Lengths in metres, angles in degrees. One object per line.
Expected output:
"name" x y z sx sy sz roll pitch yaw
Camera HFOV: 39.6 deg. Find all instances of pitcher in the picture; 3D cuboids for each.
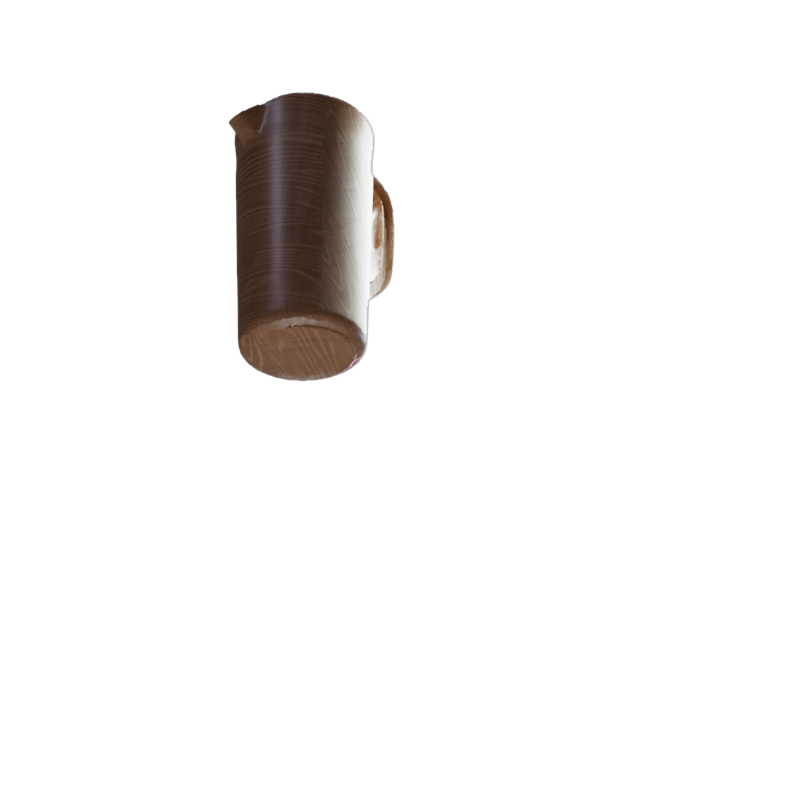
"pitcher" -0.078 -0.141 0.990 0.149 0.260 0.135 -3 -33 0
